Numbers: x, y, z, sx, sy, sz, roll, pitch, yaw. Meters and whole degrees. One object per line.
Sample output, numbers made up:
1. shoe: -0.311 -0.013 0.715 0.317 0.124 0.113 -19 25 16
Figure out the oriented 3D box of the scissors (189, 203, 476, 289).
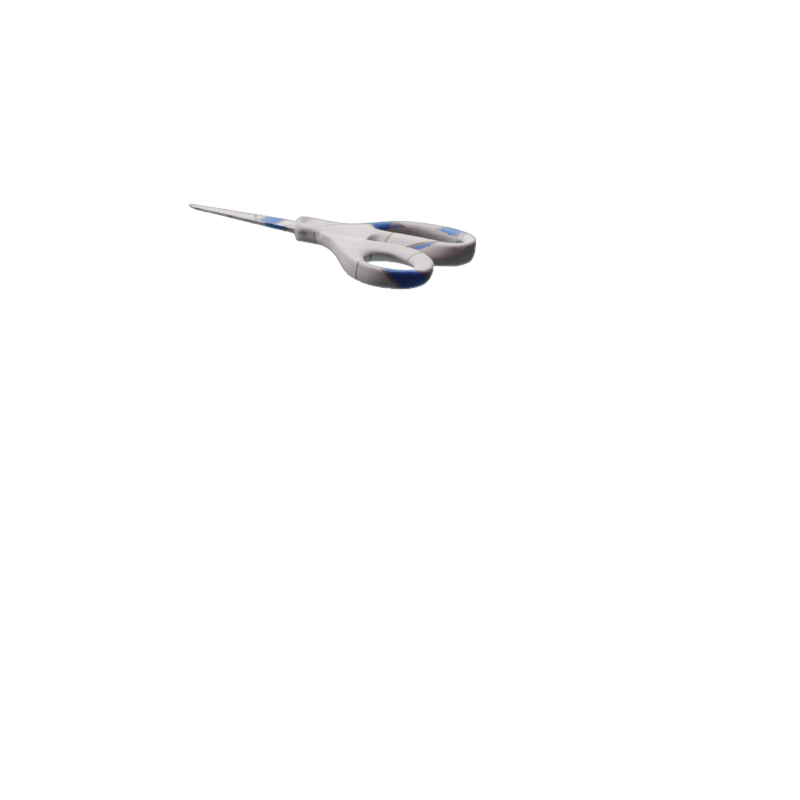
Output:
1. scissors: -0.055 -0.100 0.703 0.206 0.015 0.099 7 28 13
